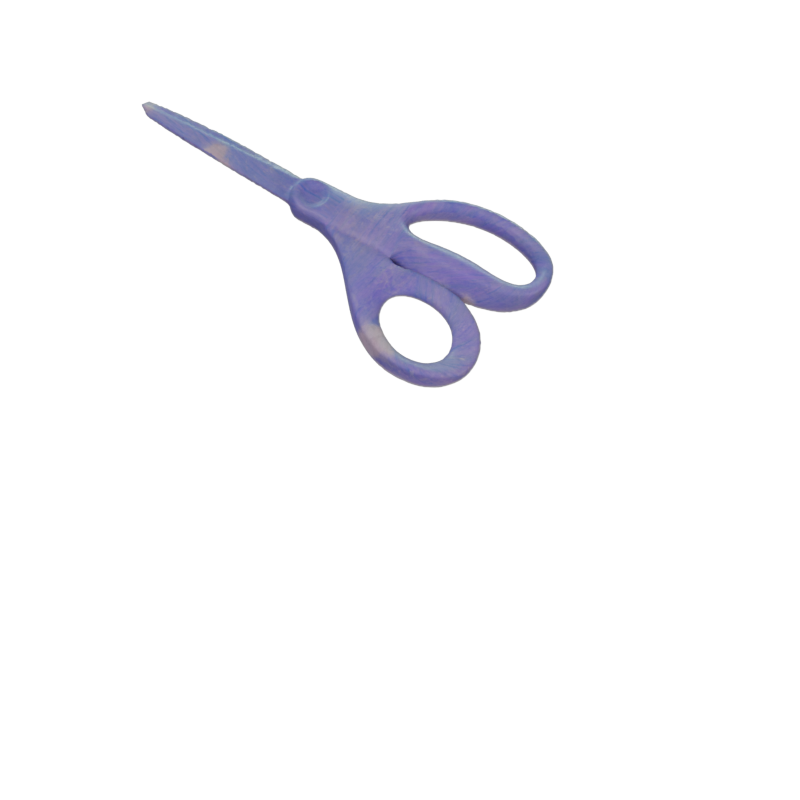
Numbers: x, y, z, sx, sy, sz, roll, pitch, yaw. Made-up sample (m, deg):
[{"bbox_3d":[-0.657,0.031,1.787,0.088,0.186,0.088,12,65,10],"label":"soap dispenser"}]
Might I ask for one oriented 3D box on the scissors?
[{"bbox_3d":[-0.037,-0.068,0.477,0.206,0.100,0.015,17,-29,10],"label":"scissors"}]
